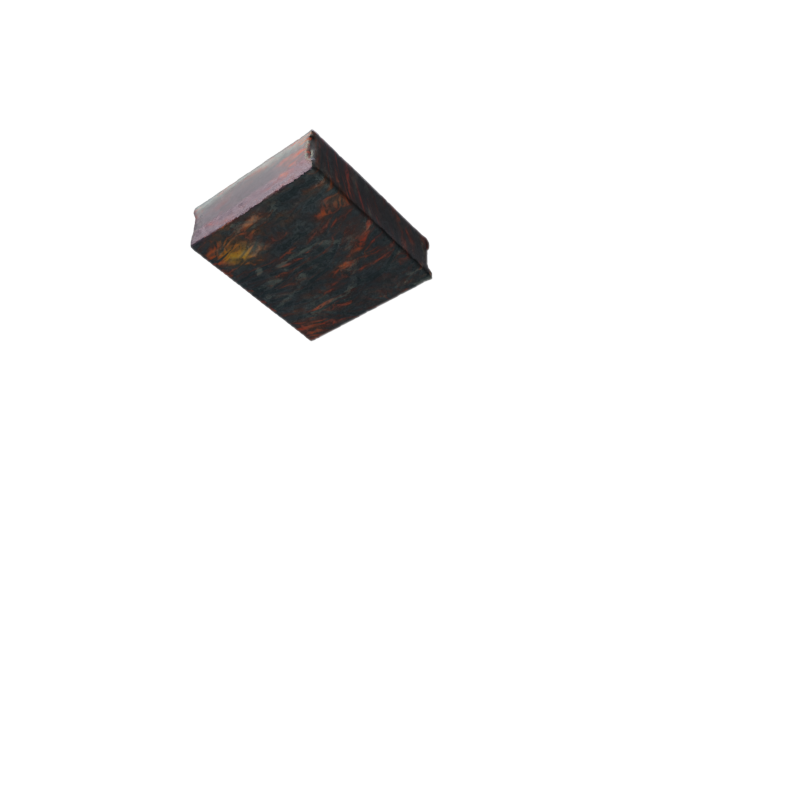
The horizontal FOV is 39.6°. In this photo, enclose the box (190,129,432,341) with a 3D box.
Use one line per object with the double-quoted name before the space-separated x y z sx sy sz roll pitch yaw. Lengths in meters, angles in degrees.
"box" -0.040 -0.073 0.512 0.073 0.032 0.083 -29 -49 28
